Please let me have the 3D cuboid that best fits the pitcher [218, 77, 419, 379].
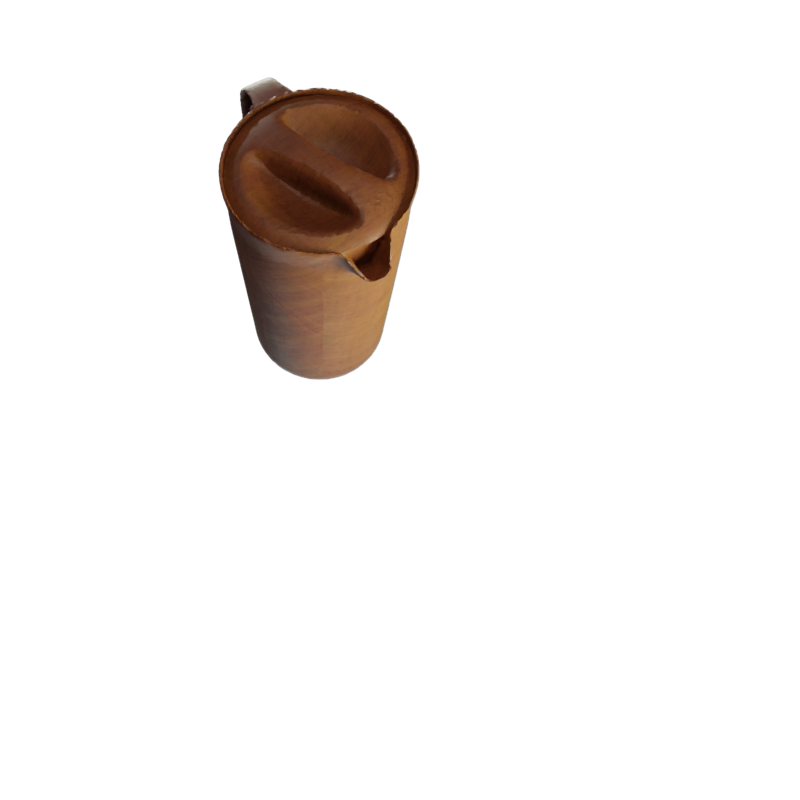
[{"bbox_3d":[-0.065,-0.119,0.834,0.147,0.156,0.229,14,-25,4],"label":"pitcher"}]
